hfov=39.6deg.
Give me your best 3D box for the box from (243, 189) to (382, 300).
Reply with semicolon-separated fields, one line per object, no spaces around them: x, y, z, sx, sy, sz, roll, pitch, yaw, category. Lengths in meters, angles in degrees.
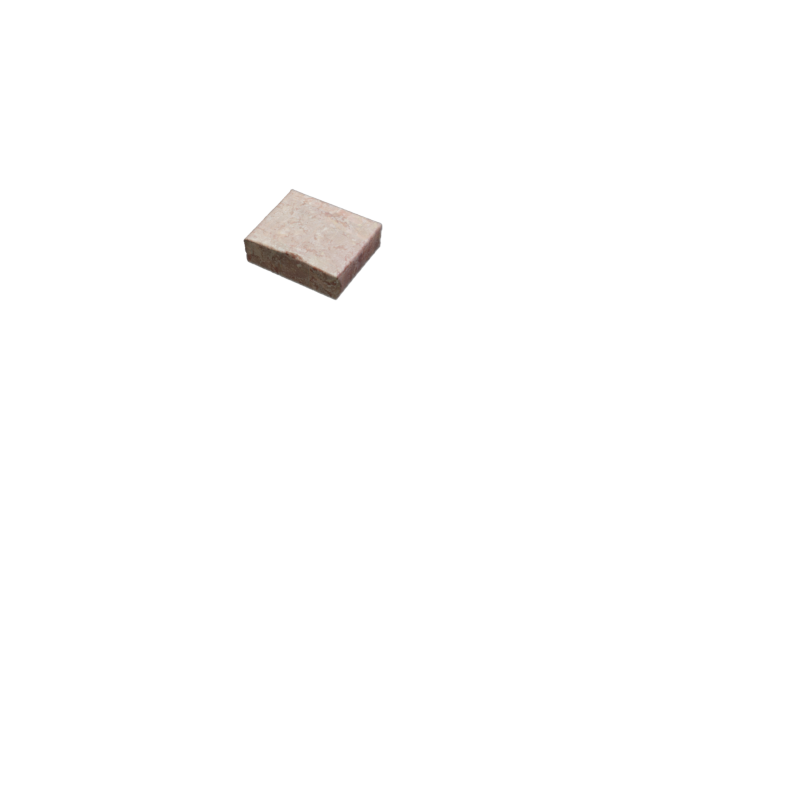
-0.071;-0.129;0.900;0.093;0.028;0.075;24;51;20;box
